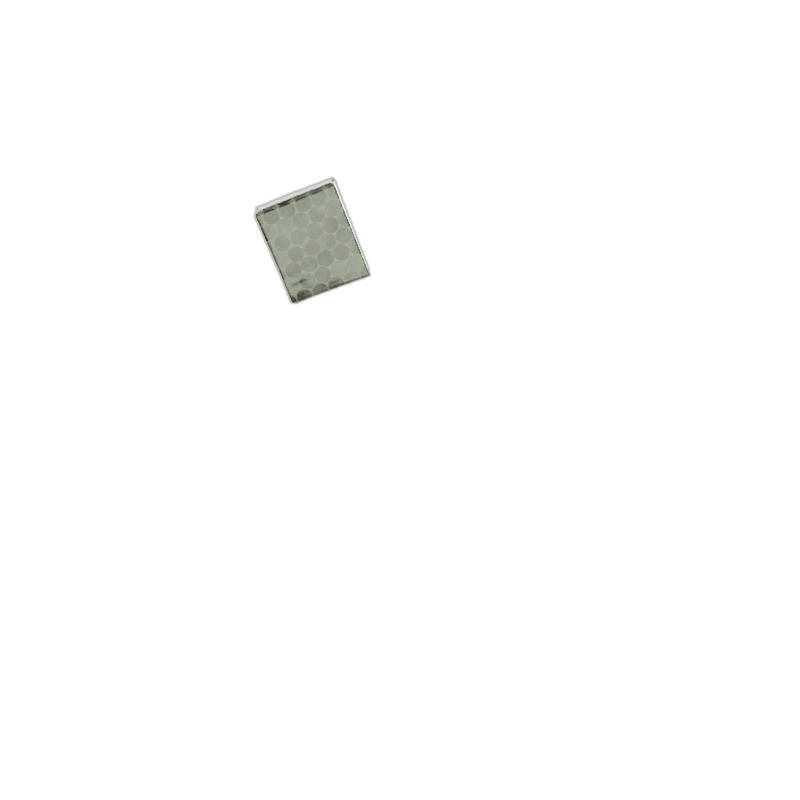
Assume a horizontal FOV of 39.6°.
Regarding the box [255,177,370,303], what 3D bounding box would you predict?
[{"bbox_3d":[-0.075,-0.136,0.953,0.073,0.086,0.031,-21,16,5],"label":"box"}]
